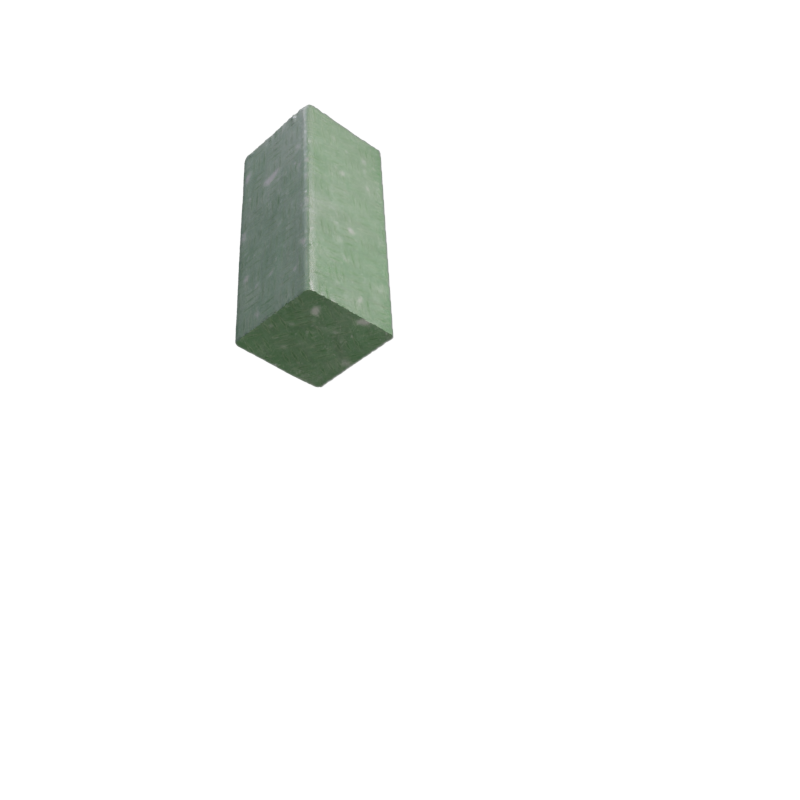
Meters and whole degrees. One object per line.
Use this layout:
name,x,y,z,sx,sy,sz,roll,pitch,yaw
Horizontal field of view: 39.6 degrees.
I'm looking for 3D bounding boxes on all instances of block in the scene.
block,-0.072,-0.130,0.909,0.085,0.221,0.090,29,-49,-33
